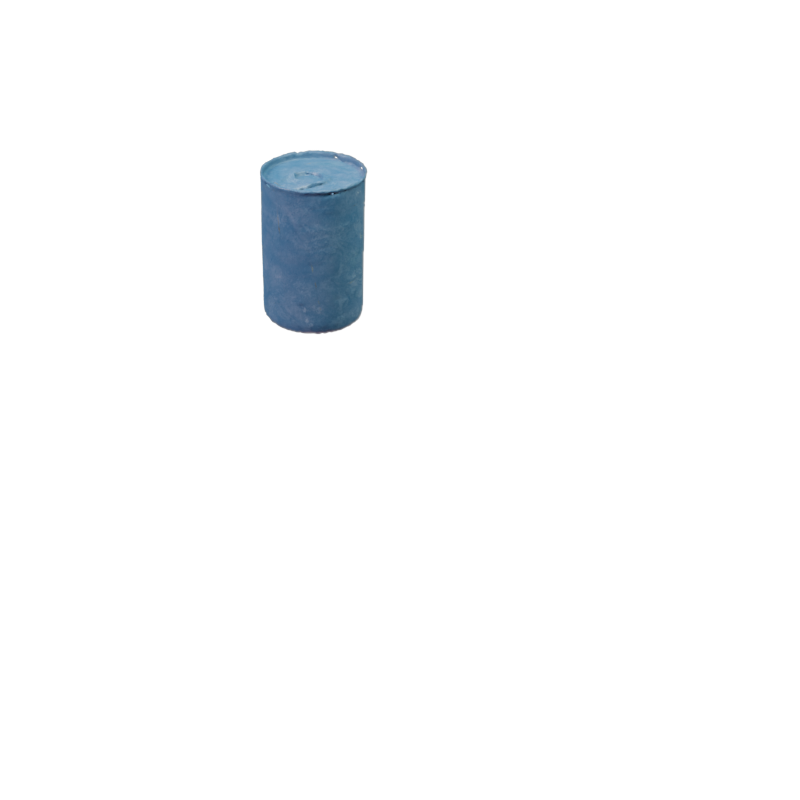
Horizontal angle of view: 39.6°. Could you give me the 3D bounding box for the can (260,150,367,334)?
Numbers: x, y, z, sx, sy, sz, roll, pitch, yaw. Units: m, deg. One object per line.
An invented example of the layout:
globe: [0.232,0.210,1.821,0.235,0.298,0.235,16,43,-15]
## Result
can: [-0.057,-0.103,0.723,0.068,0.096,0.073,0,29,-2]
